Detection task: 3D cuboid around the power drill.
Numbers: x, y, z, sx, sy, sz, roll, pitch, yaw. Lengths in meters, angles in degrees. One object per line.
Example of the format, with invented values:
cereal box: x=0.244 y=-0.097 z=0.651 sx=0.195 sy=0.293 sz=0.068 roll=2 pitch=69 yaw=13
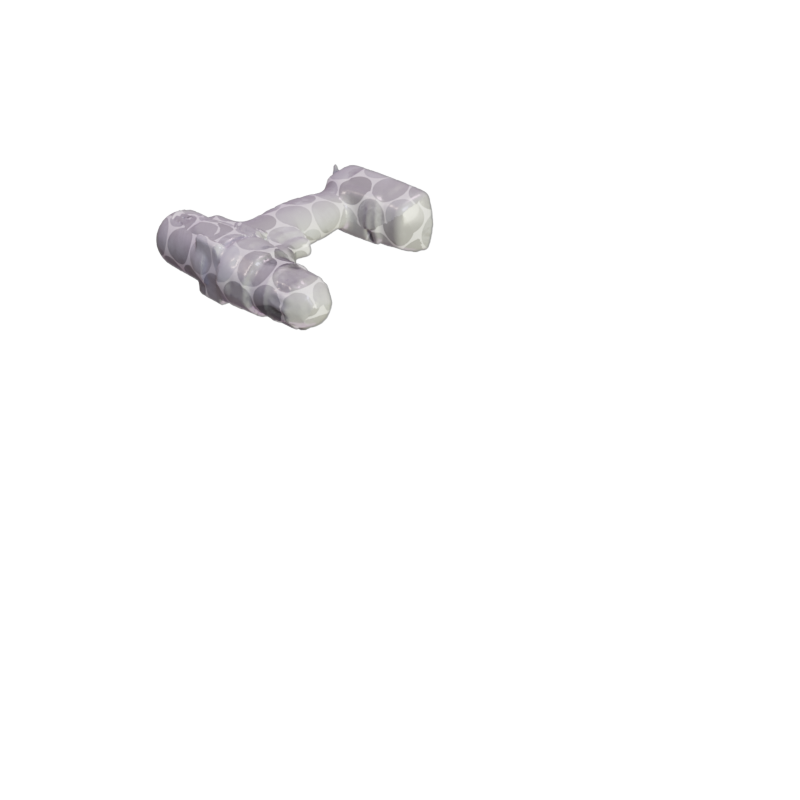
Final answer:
power drill: x=-0.066 y=-0.120 z=0.843 sx=0.186 sy=0.054 sz=0.197 roll=-23 pitch=37 yaw=-35
